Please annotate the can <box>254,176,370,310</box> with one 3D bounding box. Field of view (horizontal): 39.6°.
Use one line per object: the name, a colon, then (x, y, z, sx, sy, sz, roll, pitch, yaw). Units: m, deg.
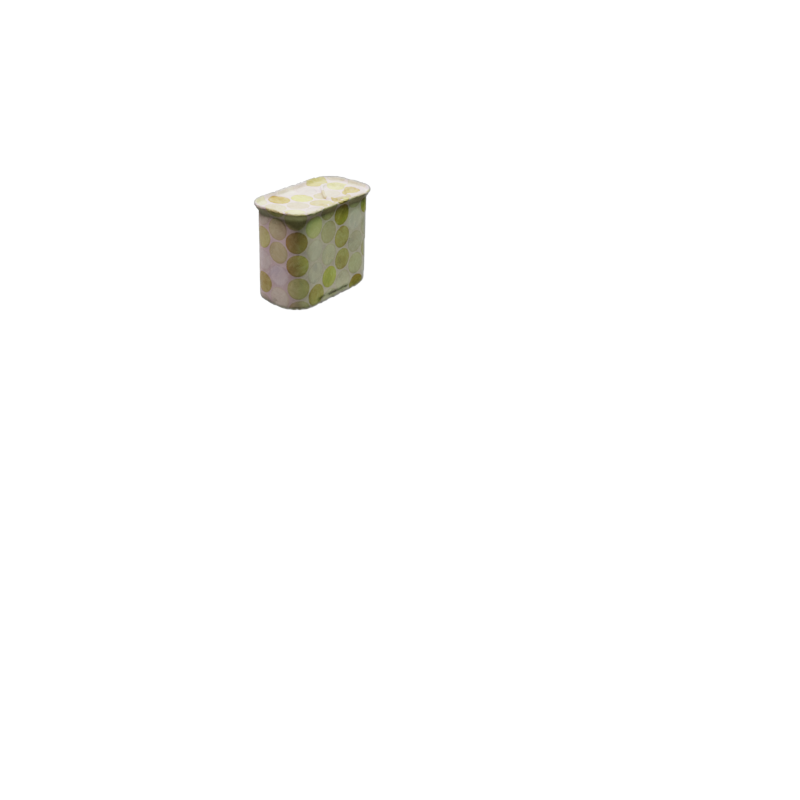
can: (-0.071, -0.130, 0.910, 0.061, 0.080, 0.102, 18, 30, 33)
